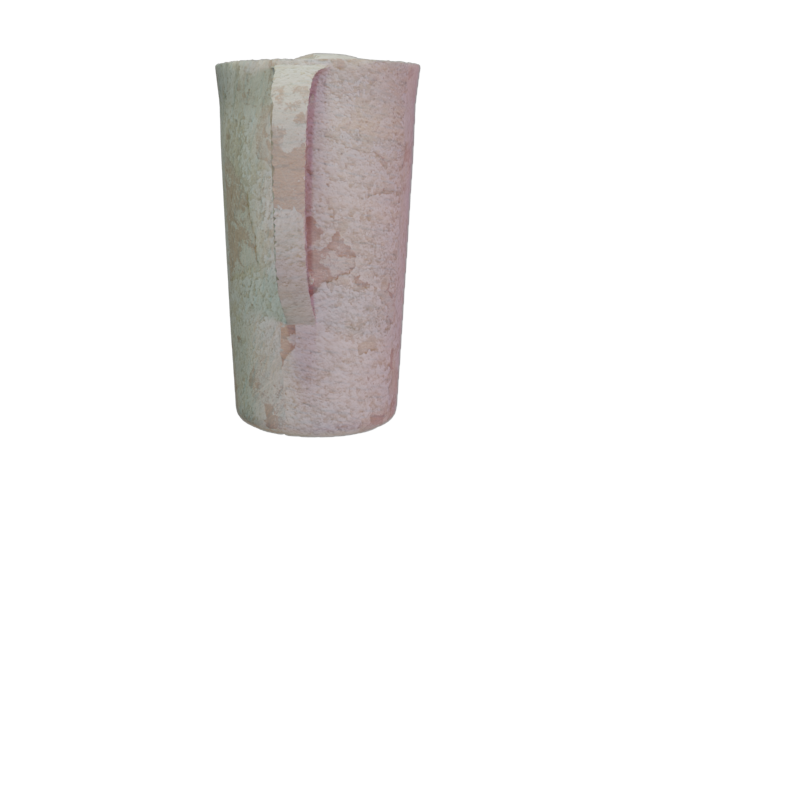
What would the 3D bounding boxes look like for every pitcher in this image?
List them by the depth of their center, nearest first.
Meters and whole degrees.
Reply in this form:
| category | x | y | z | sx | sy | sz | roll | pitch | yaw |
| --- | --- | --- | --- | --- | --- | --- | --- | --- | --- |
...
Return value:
| category | x | y | z | sx | sy | sz | roll | pitch | yaw |
| --- | --- | --- | --- | --- | --- | --- | --- | --- | --- |
| pitcher | -0.056 | -0.103 | 0.721 | 0.144 | 0.240 | 0.152 | -5 | 9 | -39 |
